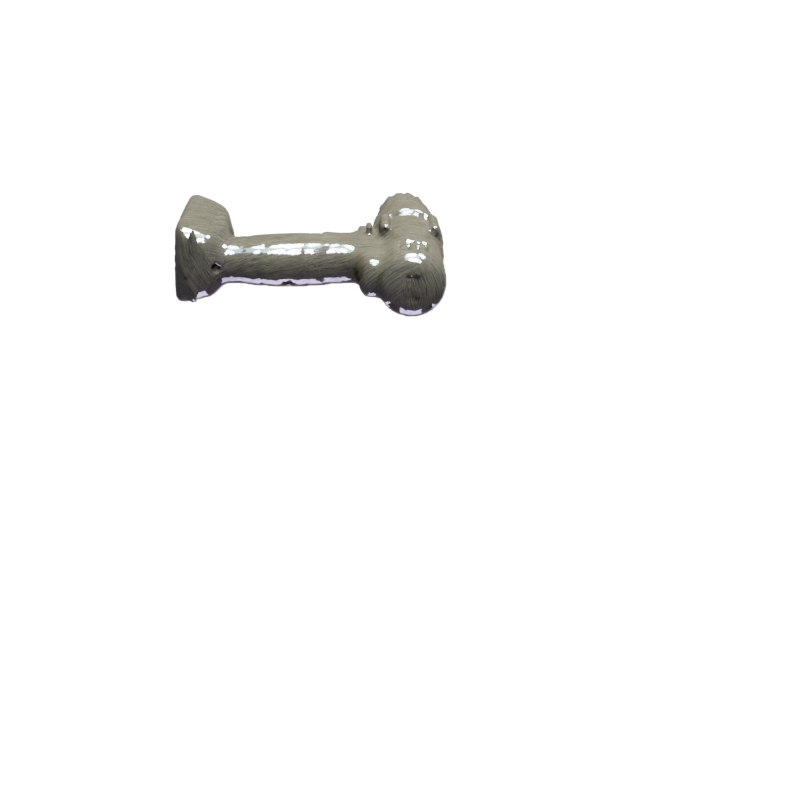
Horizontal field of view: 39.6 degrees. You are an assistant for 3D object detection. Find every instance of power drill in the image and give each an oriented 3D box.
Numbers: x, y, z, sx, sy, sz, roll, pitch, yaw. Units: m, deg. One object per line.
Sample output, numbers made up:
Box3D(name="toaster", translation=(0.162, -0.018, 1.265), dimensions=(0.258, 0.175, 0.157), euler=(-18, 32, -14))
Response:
Box3D(name="power drill", translation=(-0.062, -0.114, 0.797), dimensions=(0.188, 0.055, 0.193), euler=(0, 23, 0))
